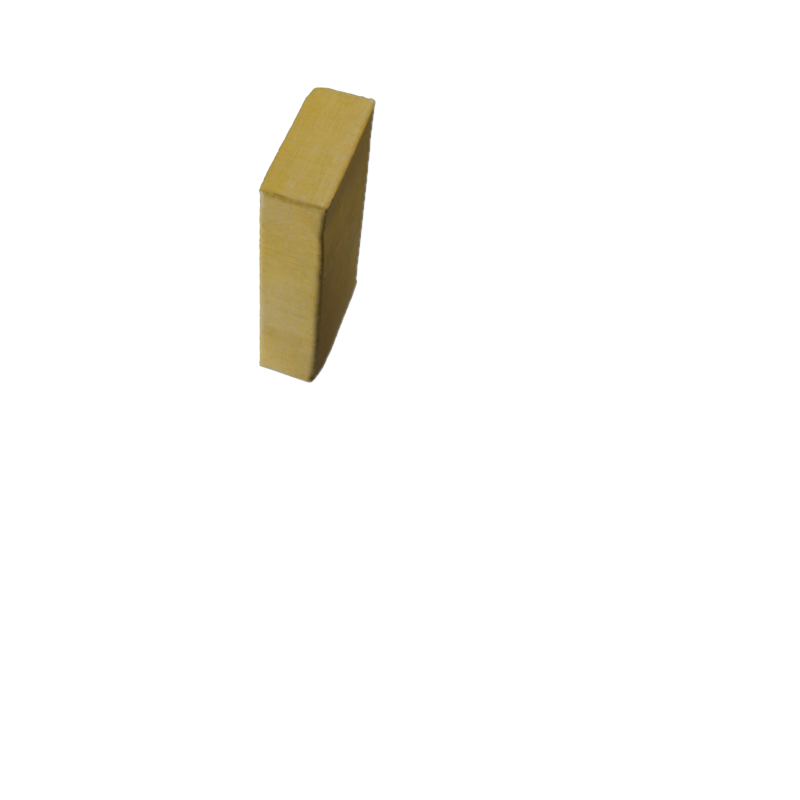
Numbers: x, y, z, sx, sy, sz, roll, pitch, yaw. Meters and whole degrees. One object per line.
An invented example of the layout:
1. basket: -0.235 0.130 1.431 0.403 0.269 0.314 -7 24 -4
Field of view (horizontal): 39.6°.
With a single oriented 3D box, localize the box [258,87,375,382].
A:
1. box: -0.054 -0.097 0.681 0.049 0.098 0.165 15 -35 7
